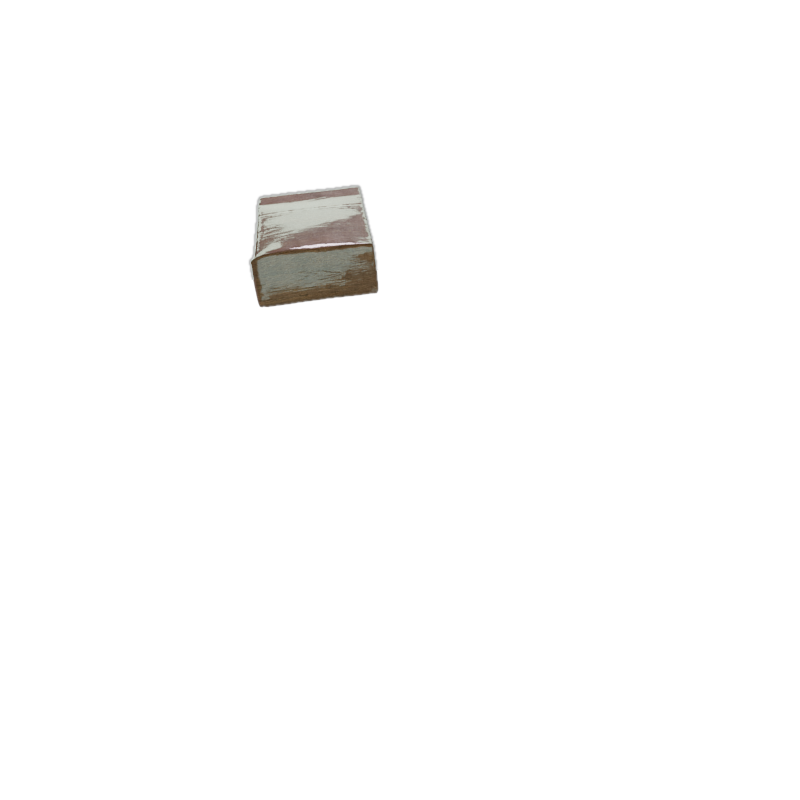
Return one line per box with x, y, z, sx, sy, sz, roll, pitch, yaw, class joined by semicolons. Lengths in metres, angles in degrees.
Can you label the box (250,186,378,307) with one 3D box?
-0.070;-0.128;0.902;0.093;0.046;0.184;-7;22;-1;box
